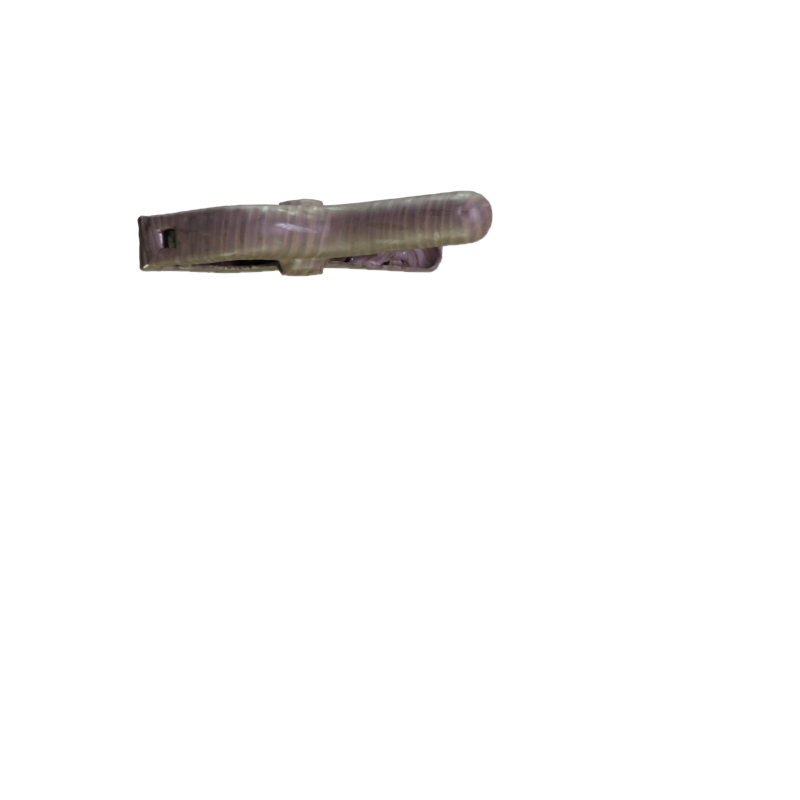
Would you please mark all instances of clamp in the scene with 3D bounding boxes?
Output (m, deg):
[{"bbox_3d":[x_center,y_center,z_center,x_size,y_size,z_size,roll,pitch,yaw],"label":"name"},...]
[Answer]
[{"bbox_3d":[-0.044,-0.081,0.567,0.172,0.040,0.116,0,-8,1],"label":"clamp"}]
